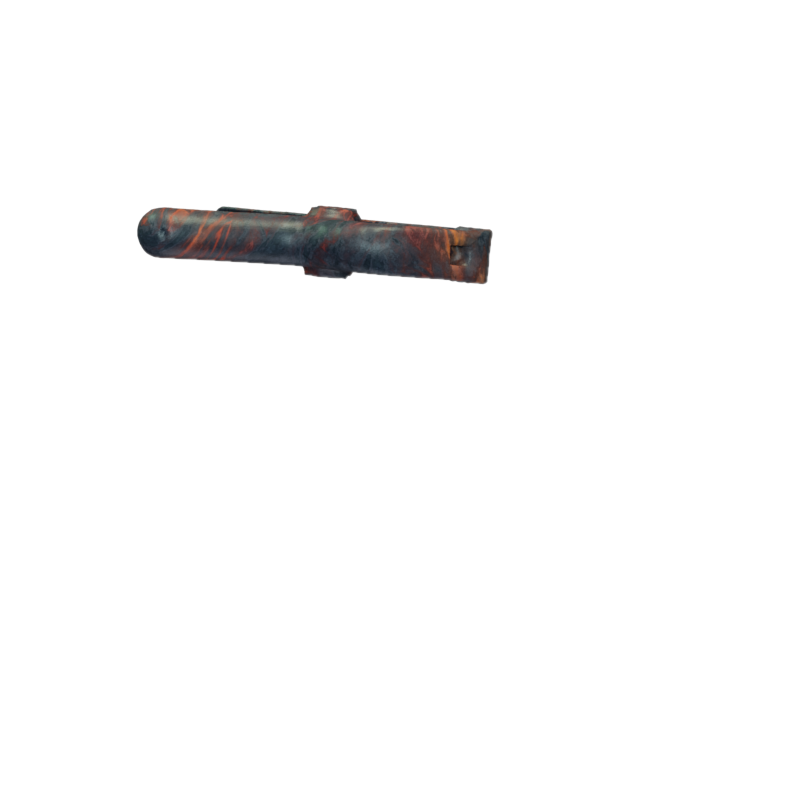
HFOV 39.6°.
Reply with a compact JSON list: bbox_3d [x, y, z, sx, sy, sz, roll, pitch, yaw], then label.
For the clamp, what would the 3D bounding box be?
[{"bbox_3d":[-0.044,-0.080,0.561,0.177,0.038,0.120,6,16,20],"label":"clamp"}]
